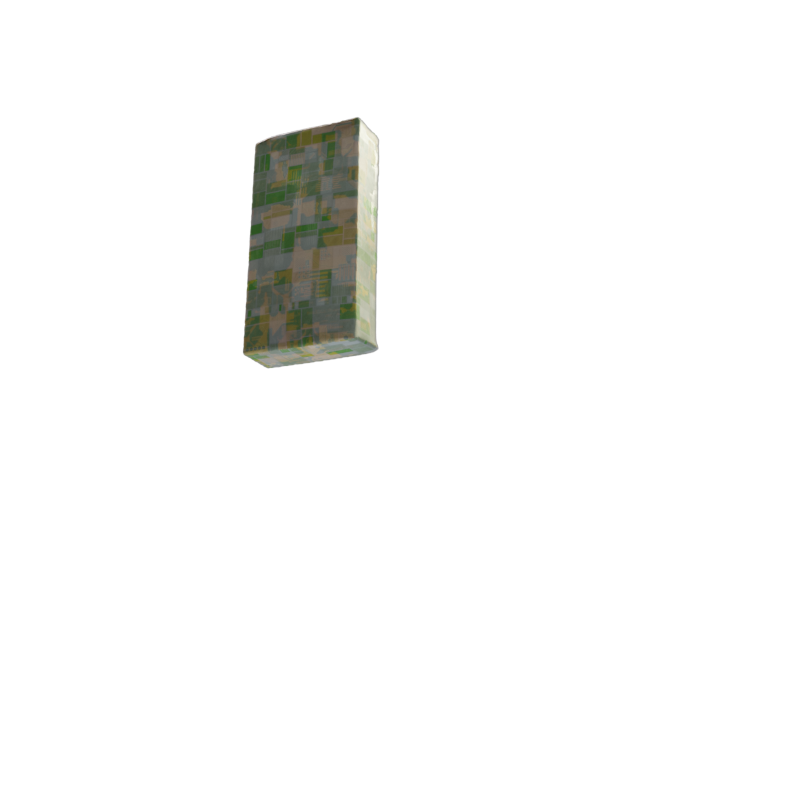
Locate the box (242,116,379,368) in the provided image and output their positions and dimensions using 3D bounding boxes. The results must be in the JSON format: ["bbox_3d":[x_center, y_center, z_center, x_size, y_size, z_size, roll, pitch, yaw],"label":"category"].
[{"bbox_3d":[-0.065,-0.118,0.823,0.095,0.185,0.045,-10,-22,23],"label":"box"}]
